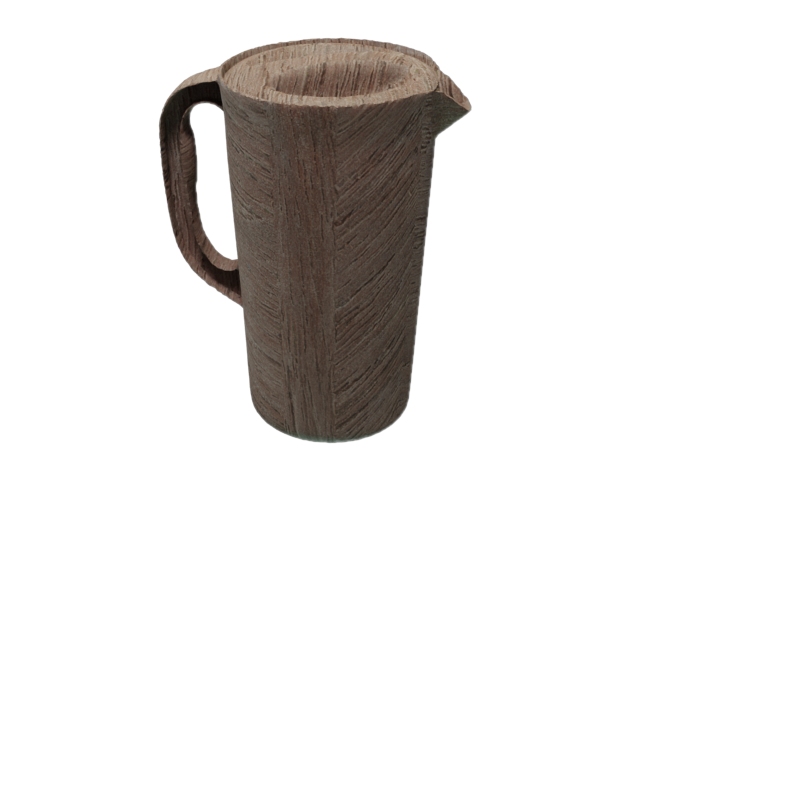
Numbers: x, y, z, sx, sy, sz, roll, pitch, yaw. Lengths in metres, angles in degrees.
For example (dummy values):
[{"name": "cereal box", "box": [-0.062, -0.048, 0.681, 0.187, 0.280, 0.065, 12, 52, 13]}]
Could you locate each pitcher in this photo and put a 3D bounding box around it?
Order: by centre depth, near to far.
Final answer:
[{"name": "pitcher", "box": [-0.055, -0.100, 0.703, 0.143, 0.229, 0.160, -20, 35, -33]}]
